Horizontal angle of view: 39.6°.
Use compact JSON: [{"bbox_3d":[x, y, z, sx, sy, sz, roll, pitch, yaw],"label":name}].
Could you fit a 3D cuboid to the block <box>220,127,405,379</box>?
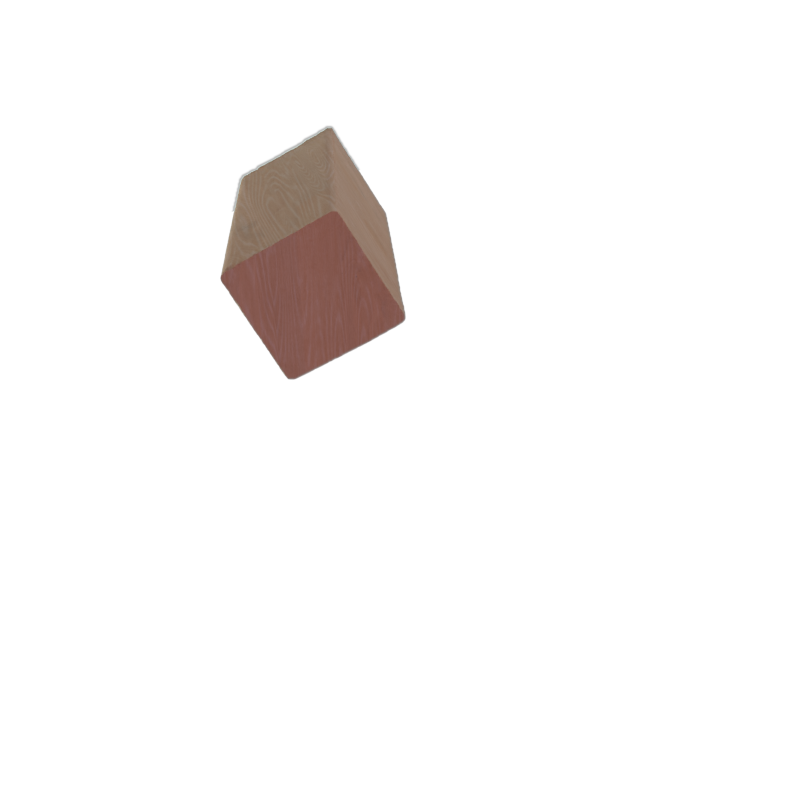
[{"bbox_3d":[-0.063,-0.113,0.798,0.090,0.086,0.218,-28,25,10],"label":"block"}]
